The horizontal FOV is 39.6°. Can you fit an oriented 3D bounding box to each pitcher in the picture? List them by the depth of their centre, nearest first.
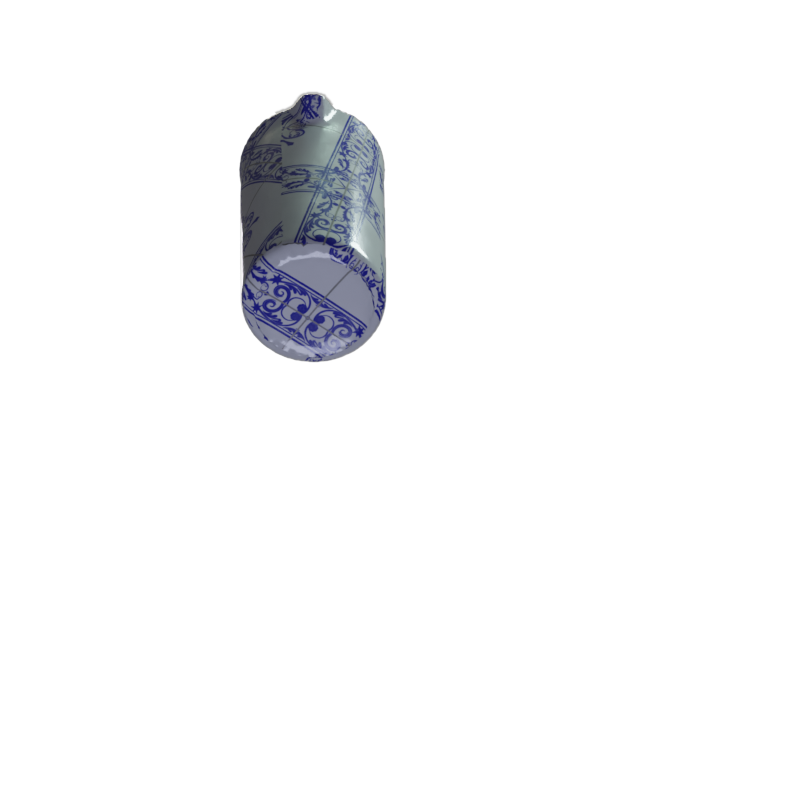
[{"bbox_3d":[-0.072,-0.132,0.921,0.144,0.141,0.259,-37,28,20],"label":"pitcher"}]
